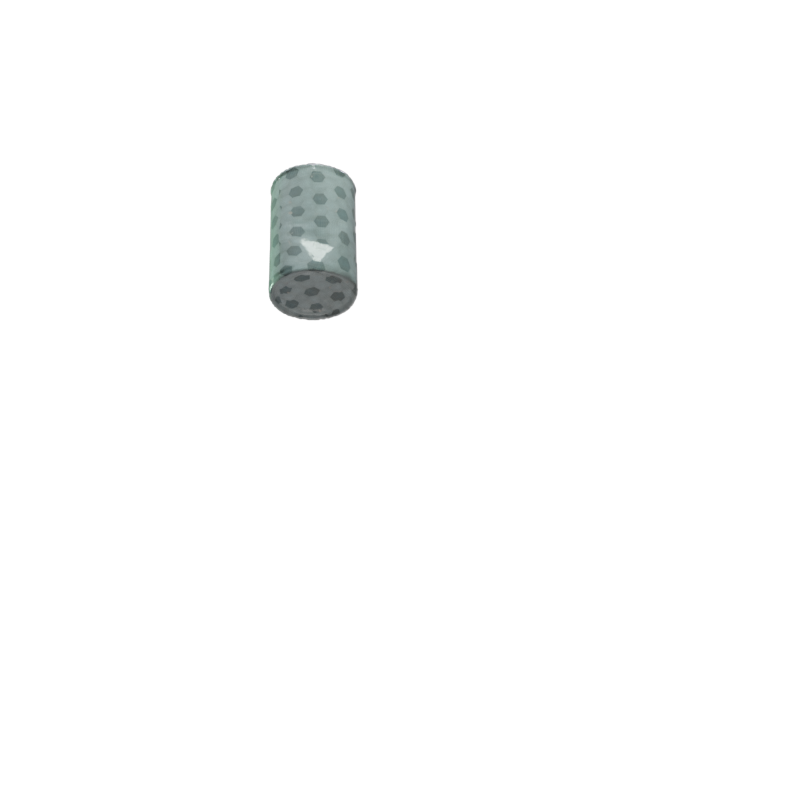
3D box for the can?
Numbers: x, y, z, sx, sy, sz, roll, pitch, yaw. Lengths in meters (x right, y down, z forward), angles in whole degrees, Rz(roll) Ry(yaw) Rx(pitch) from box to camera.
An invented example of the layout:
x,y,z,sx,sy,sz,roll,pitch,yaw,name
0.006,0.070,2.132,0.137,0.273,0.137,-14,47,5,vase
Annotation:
x,y,z,sx,sy,sz,roll,pitch,yaw,name
-0.067,-0.121,0.850,0.068,0.109,0.064,-1,-34,-2,can
